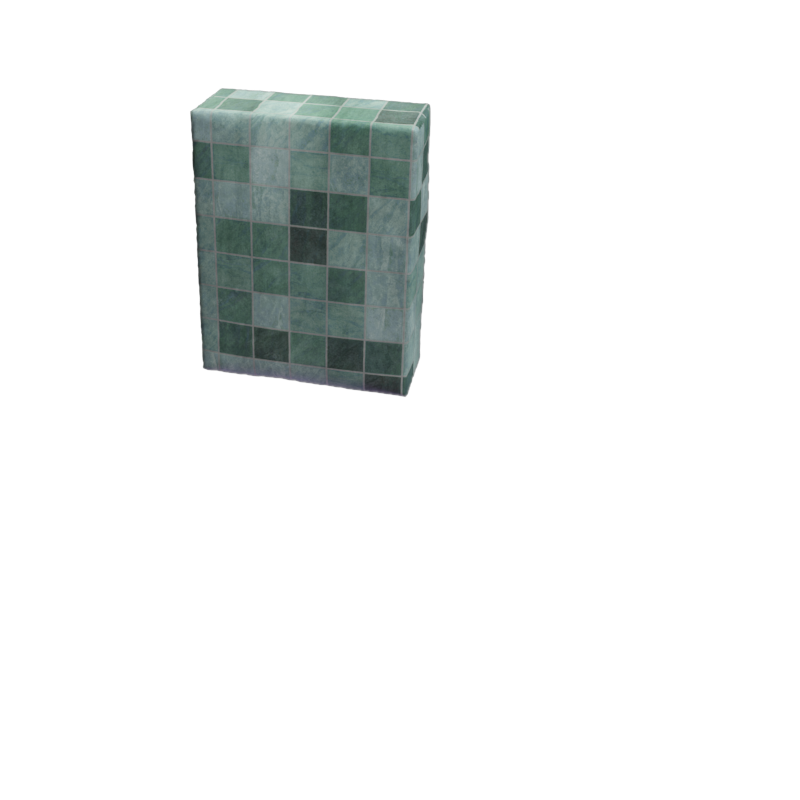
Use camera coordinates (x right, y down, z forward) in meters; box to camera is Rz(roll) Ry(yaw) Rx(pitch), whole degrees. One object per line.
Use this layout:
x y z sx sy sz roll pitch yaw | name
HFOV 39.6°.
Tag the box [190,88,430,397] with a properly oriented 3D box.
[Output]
-0.065 -0.118 0.828 0.167 0.202 0.074 8 27 12 | box
